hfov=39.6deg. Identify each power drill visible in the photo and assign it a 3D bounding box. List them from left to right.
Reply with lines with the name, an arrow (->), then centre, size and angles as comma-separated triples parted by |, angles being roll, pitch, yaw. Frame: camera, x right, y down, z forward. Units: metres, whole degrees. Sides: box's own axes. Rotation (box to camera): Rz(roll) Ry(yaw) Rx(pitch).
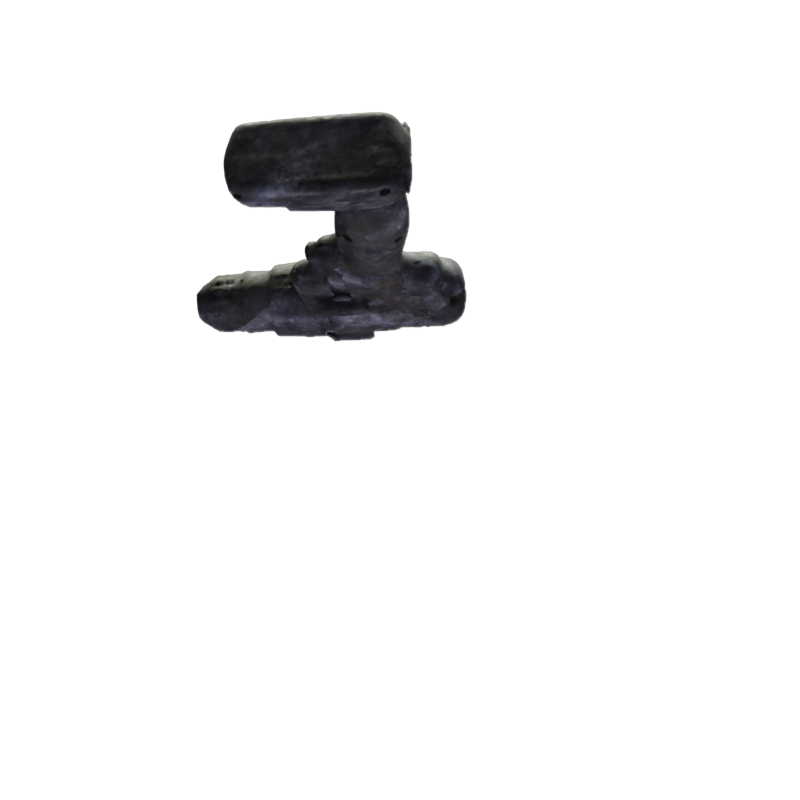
power drill -> -0.055, -0.100, 0.699 | 0.186, 0.061, 0.175 | -3, -27, 6
